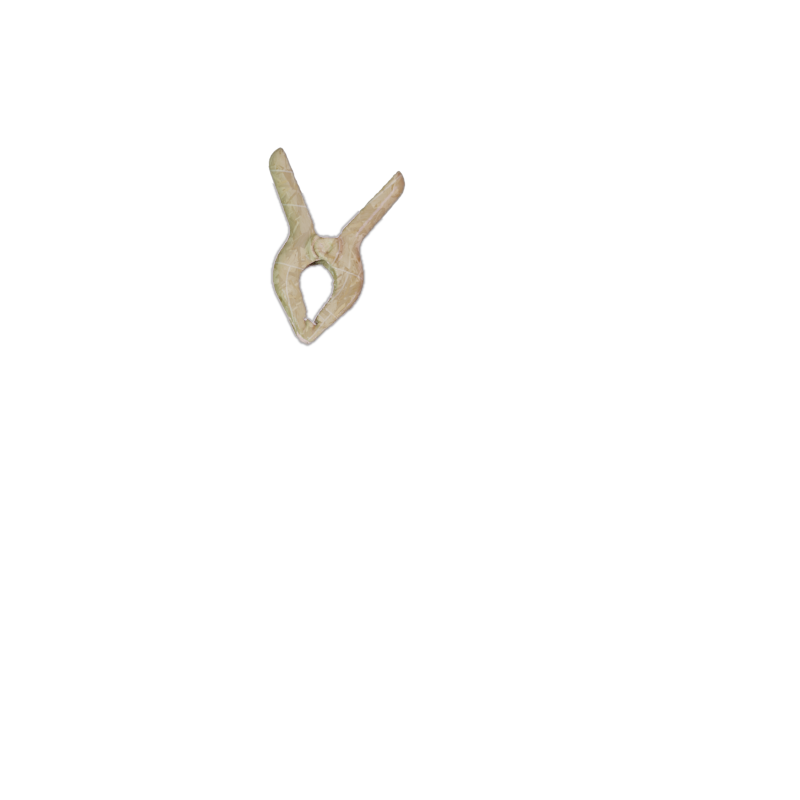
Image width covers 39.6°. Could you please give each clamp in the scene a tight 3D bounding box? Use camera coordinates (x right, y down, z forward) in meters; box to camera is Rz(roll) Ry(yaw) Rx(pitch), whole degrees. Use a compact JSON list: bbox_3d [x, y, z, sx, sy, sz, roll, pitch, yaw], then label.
[{"bbox_3d":[-0.075,-0.137,0.960,0.121,0.176,0.038,17,-15,4],"label":"clamp"}]
